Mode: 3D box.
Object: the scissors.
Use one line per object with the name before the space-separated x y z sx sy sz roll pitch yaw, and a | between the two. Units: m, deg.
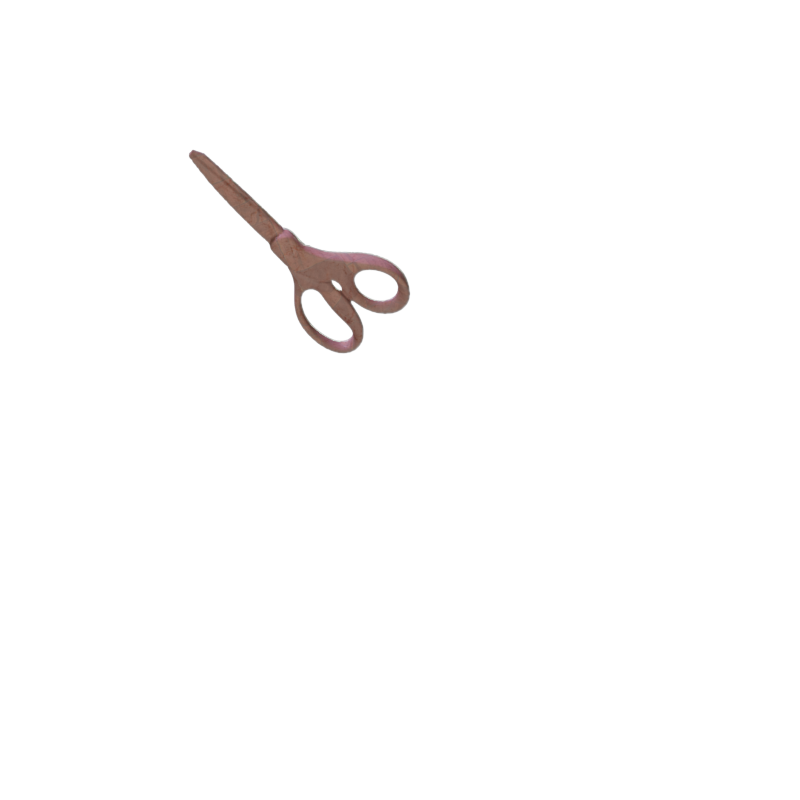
scissors | -0.062 -0.113 0.789 0.097 0.187 0.017 -19 35 14
